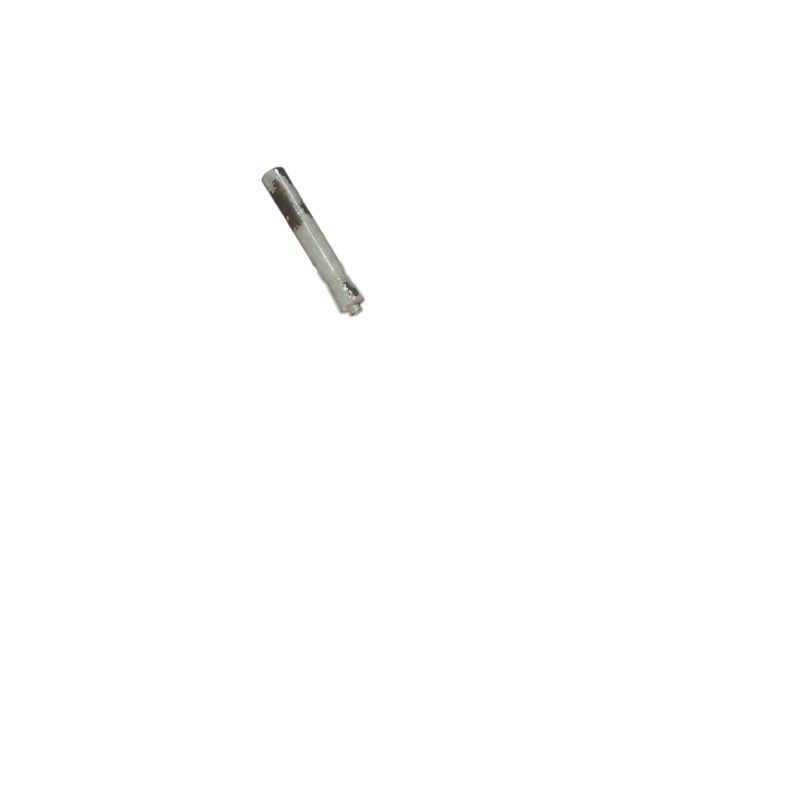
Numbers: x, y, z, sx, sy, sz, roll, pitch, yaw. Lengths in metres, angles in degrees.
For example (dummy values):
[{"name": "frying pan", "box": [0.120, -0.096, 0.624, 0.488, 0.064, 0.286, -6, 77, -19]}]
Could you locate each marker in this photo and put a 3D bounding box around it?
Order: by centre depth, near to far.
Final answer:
[{"name": "marker", "box": [-0.061, -0.111, 0.775, 0.020, 0.127, 0.019, -27, -19, -11]}]
